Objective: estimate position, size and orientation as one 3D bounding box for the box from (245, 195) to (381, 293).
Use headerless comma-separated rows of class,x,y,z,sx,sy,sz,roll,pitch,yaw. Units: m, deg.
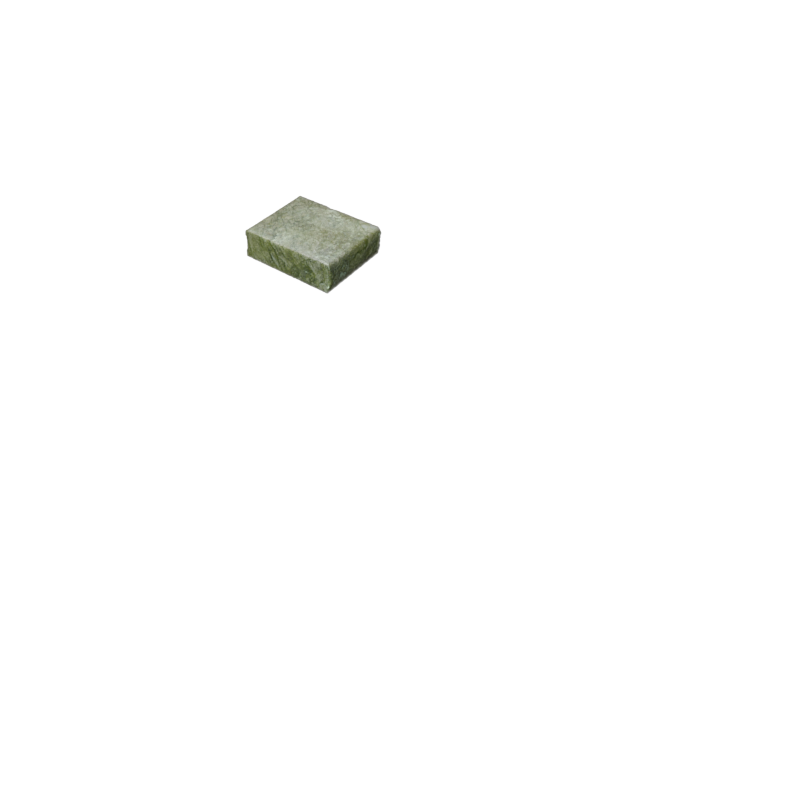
box,-0.072,-0.132,0.928,0.094,0.028,0.074,25,44,28
